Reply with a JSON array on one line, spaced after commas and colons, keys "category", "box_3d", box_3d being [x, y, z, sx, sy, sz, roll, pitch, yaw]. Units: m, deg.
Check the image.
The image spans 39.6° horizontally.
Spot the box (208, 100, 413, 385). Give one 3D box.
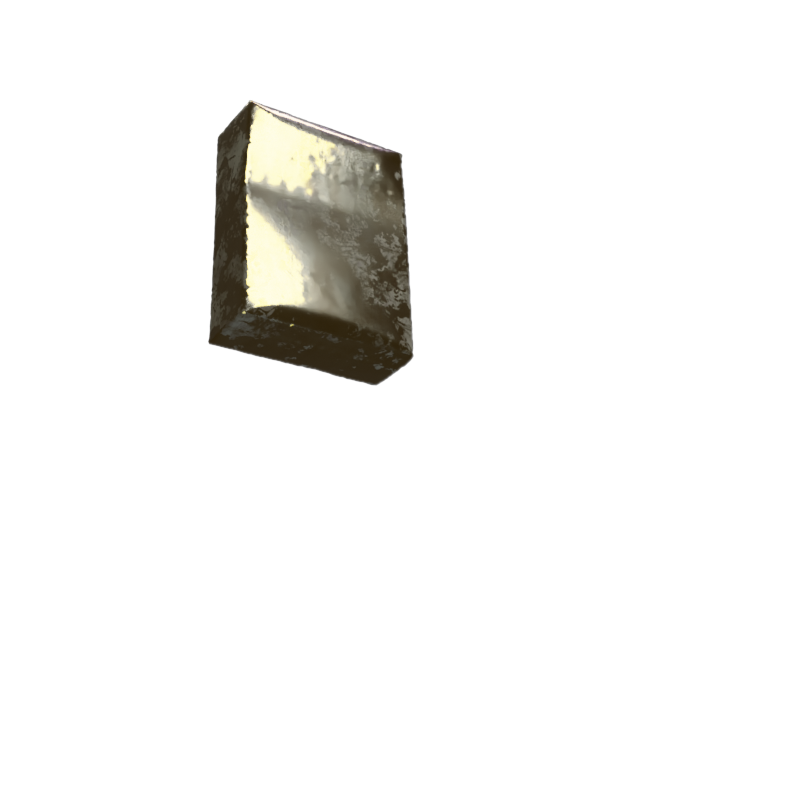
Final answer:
[{"category": "box", "box_3d": [-0.075, -0.136, 0.952, 0.157, 0.228, 0.070, 15, -34, -27]}]
